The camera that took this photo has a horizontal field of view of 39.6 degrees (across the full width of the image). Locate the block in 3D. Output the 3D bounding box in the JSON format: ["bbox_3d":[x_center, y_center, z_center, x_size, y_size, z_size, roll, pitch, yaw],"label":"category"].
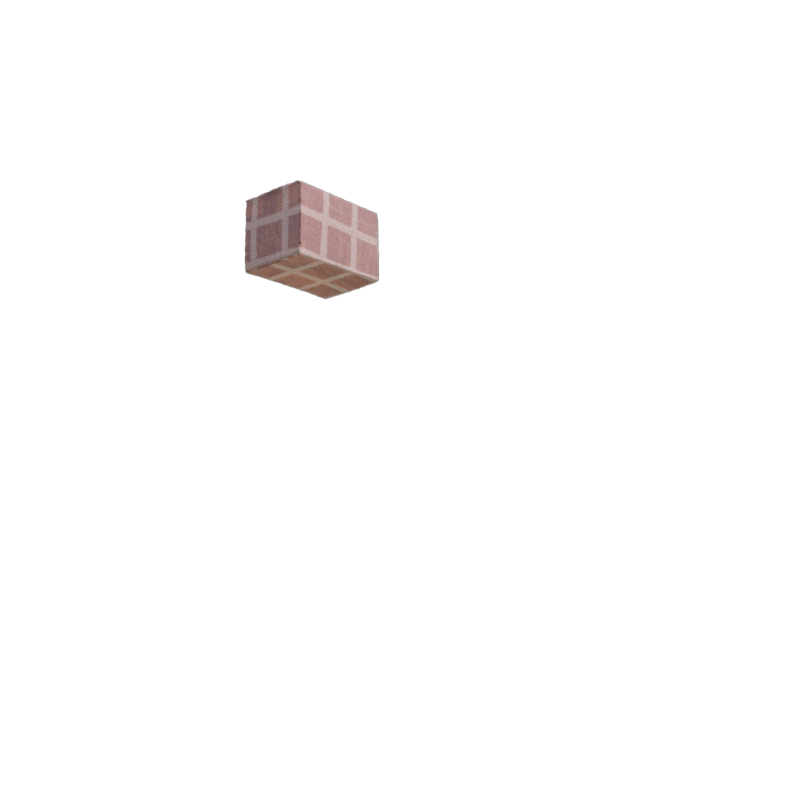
[{"bbox_3d":[-0.057,-0.105,0.734,0.054,0.054,0.073,-16,-22,39],"label":"block"}]
